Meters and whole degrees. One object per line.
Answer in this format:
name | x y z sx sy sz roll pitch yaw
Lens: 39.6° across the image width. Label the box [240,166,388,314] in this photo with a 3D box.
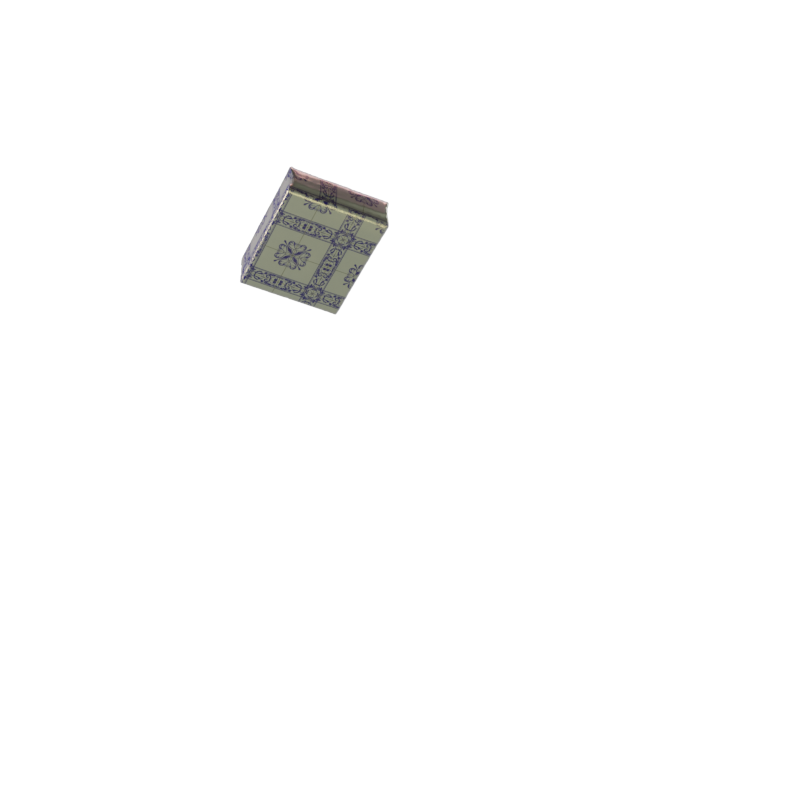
box | -0.059 -0.107 0.749 0.071 0.086 0.032 19 38 -17
